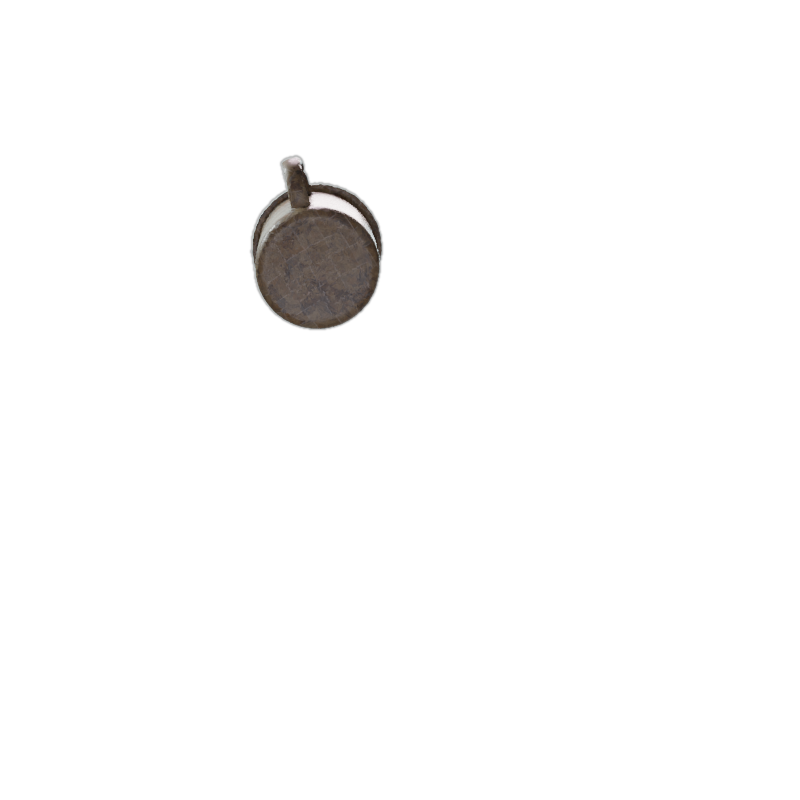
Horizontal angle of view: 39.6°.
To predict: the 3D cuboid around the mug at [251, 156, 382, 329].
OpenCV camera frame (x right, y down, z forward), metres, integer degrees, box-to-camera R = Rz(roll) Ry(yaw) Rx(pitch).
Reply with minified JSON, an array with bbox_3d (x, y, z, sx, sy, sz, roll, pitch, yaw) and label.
[{"bbox_3d":[-0.059,-0.107,0.748,0.093,0.114,0.084,-12,13,1],"label":"mug"}]
